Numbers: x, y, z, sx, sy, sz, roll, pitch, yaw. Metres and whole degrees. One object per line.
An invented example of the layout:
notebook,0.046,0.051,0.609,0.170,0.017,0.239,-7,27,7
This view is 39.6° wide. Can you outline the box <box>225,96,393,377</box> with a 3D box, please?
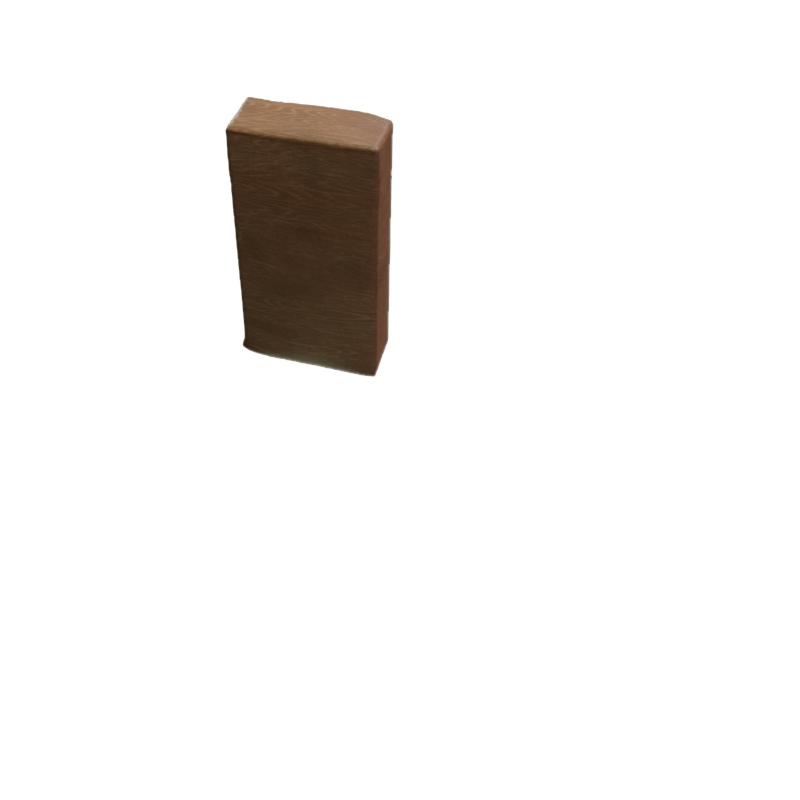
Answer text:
box,-0.053,-0.098,0.687,0.095,0.165,0.050,12,40,11
